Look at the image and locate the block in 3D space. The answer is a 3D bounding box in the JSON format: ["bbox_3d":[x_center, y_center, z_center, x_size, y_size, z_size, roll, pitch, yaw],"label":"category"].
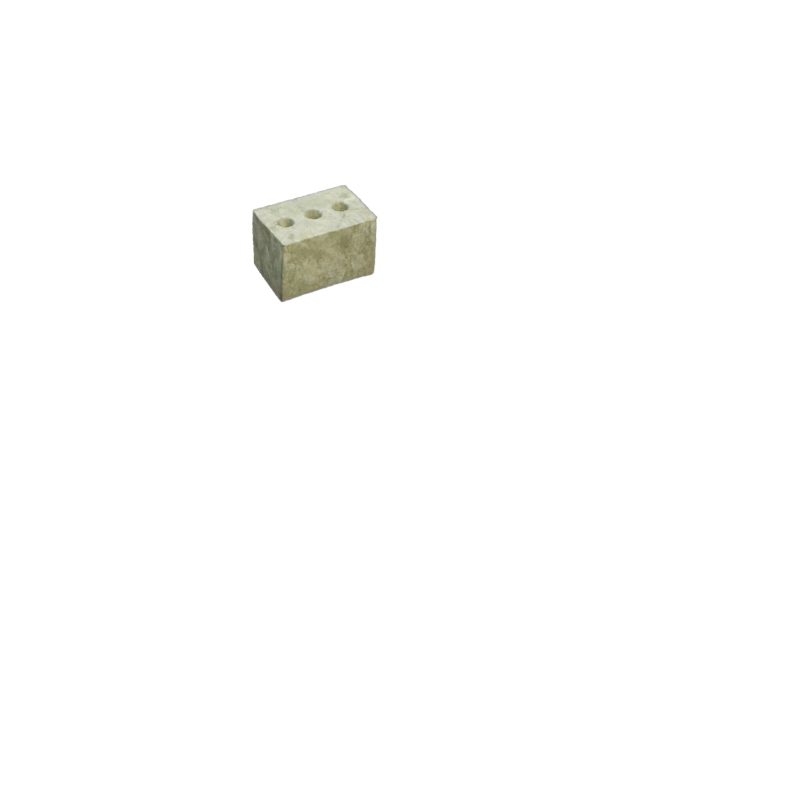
[{"bbox_3d":[-0.063,-0.115,0.809,0.077,0.048,0.057,-20,44,-23],"label":"block"}]
